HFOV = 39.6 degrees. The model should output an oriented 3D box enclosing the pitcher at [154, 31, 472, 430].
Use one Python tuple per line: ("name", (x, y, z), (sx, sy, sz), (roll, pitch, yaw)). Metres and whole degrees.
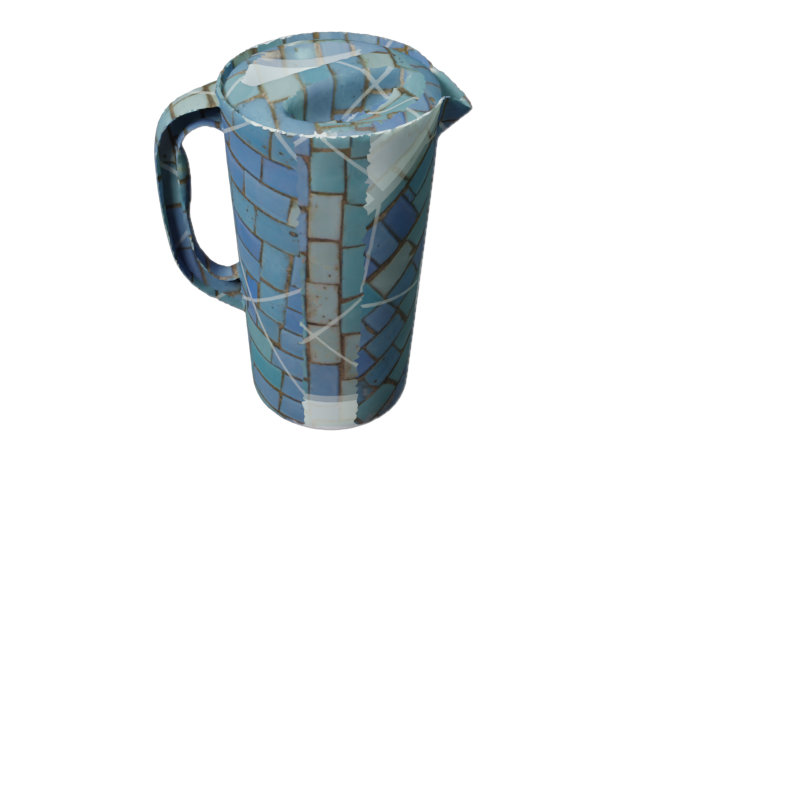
("pitcher", (-0.055, -0.101, 0.706), (0.158, 0.227, 0.147), (27, 44, 27))
